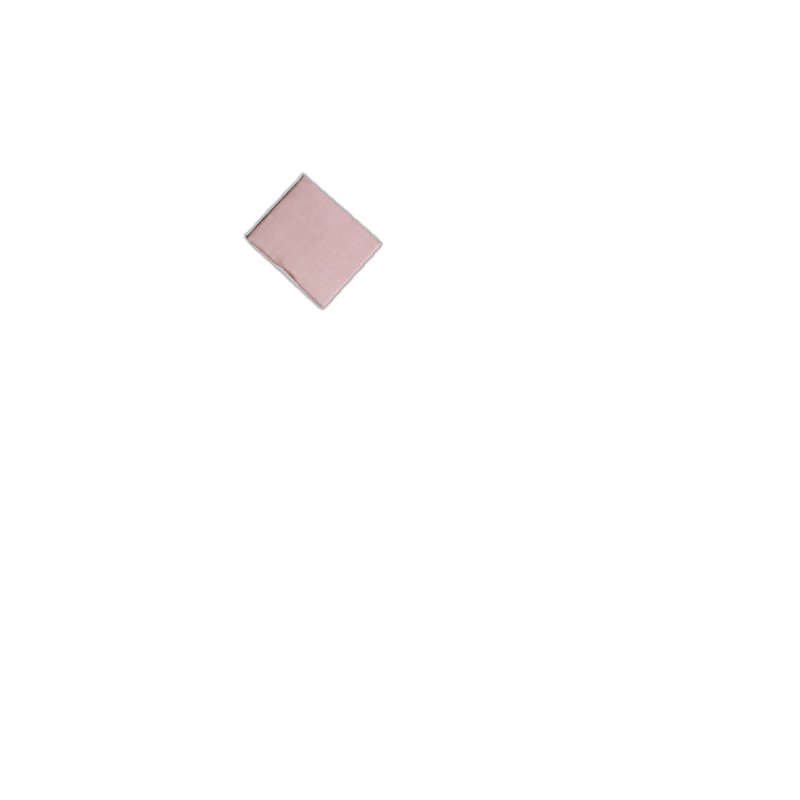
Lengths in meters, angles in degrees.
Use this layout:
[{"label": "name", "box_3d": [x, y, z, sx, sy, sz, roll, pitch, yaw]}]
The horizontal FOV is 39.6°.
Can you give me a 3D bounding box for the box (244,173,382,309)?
[{"label": "box", "box_3d": [-0.072, -0.131, 0.919, 0.090, 0.073, 0.030, 42, -4, 3]}]
